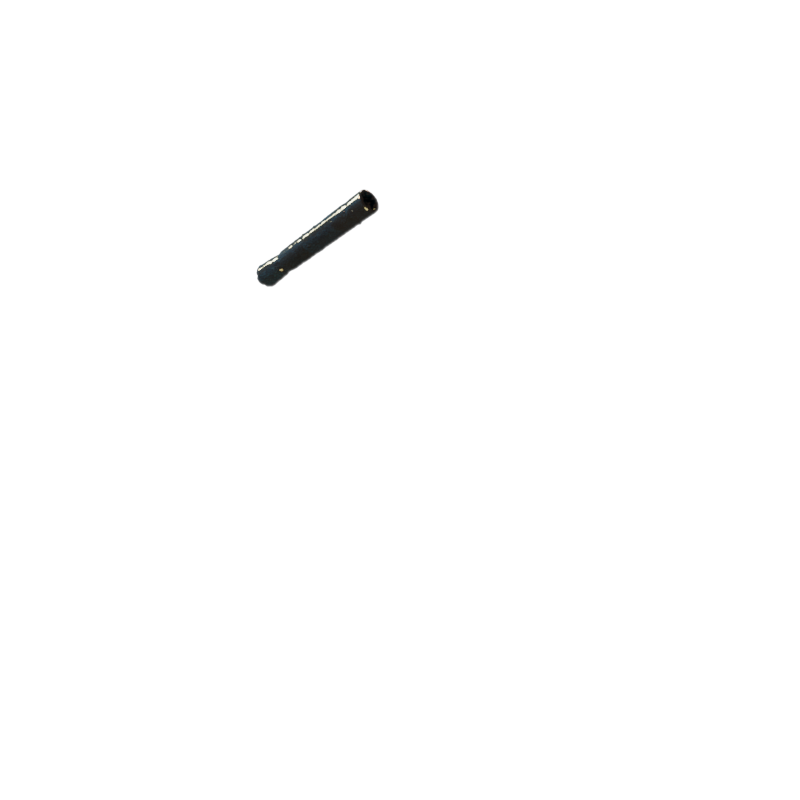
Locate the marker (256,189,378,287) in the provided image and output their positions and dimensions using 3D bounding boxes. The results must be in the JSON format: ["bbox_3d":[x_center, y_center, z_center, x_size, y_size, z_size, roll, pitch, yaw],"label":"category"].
[{"bbox_3d":[-0.064,-0.116,0.812,0.120,0.021,0.019,-30,-16,36],"label":"marker"}]
